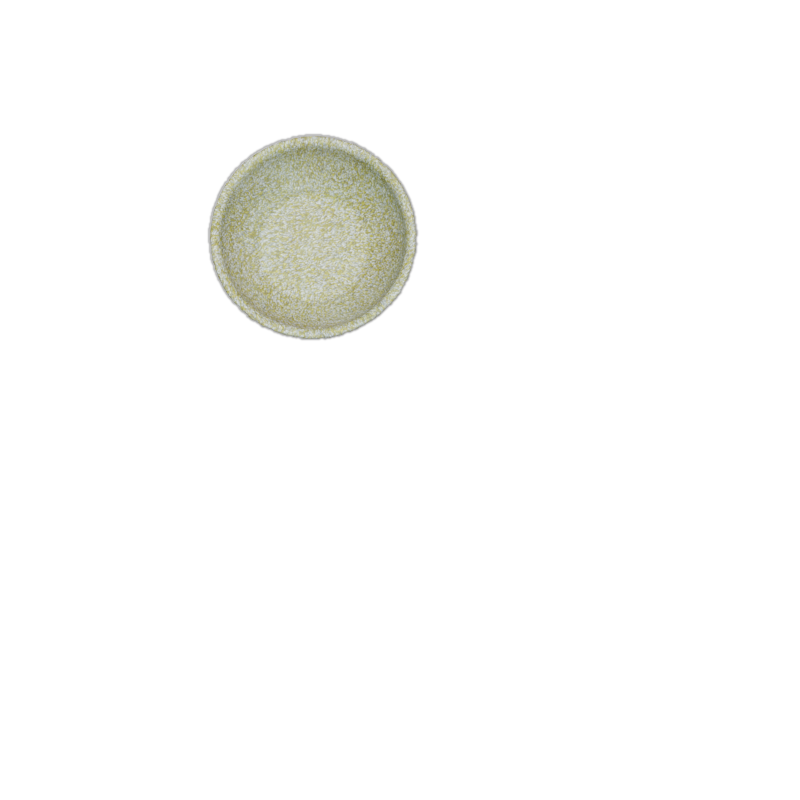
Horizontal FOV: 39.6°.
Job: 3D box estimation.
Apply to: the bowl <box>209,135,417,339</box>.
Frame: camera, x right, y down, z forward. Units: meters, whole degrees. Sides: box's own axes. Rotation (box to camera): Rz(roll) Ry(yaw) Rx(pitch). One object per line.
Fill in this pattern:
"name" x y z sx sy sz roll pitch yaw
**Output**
"bowl" -0.069 -0.126 0.885 0.162 0.166 0.054 0 -10 -1
